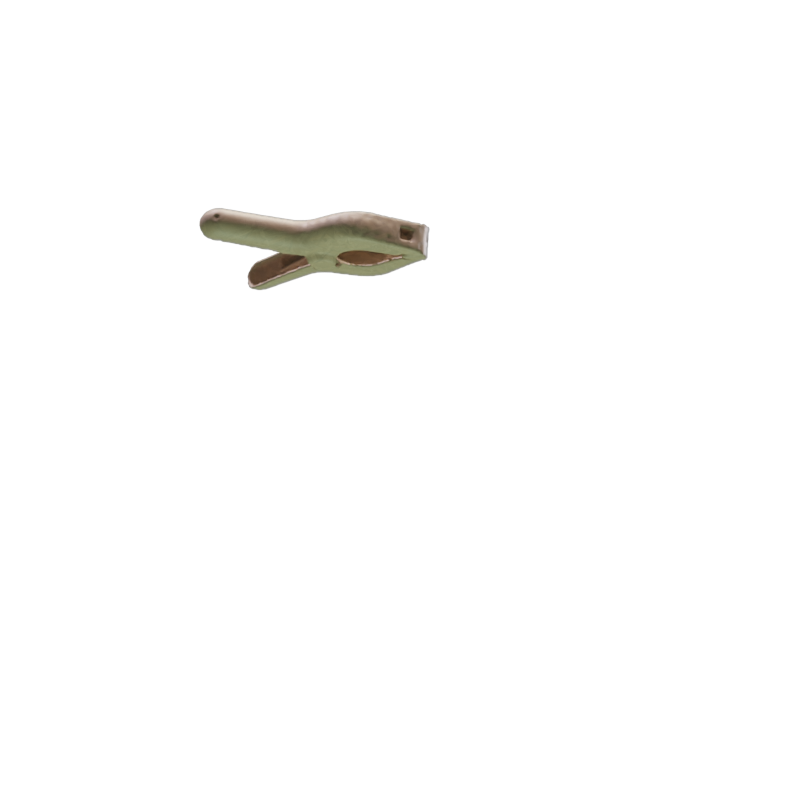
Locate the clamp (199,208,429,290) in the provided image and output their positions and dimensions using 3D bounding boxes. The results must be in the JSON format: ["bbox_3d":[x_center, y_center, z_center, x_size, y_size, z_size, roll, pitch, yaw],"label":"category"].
[{"bbox_3d":[-0.067,-0.122,0.857,0.175,0.041,0.113,-6,-15,23],"label":"clamp"}]
